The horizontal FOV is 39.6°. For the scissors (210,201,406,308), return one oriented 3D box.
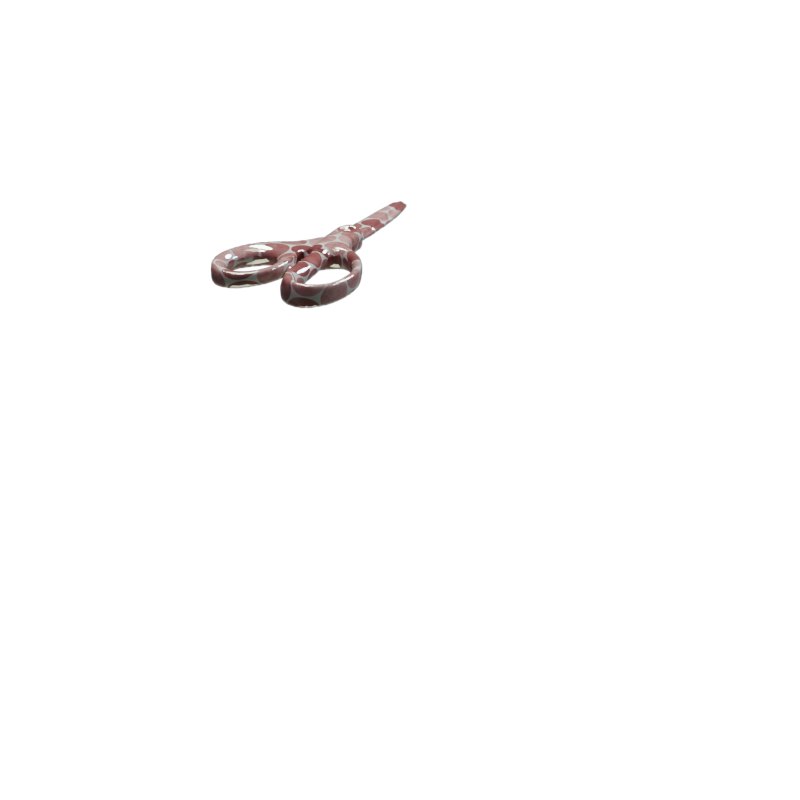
[{"bbox_3d":[-0.054,-0.098,0.688,0.097,0.015,0.209,3,24,6],"label":"scissors"}]
